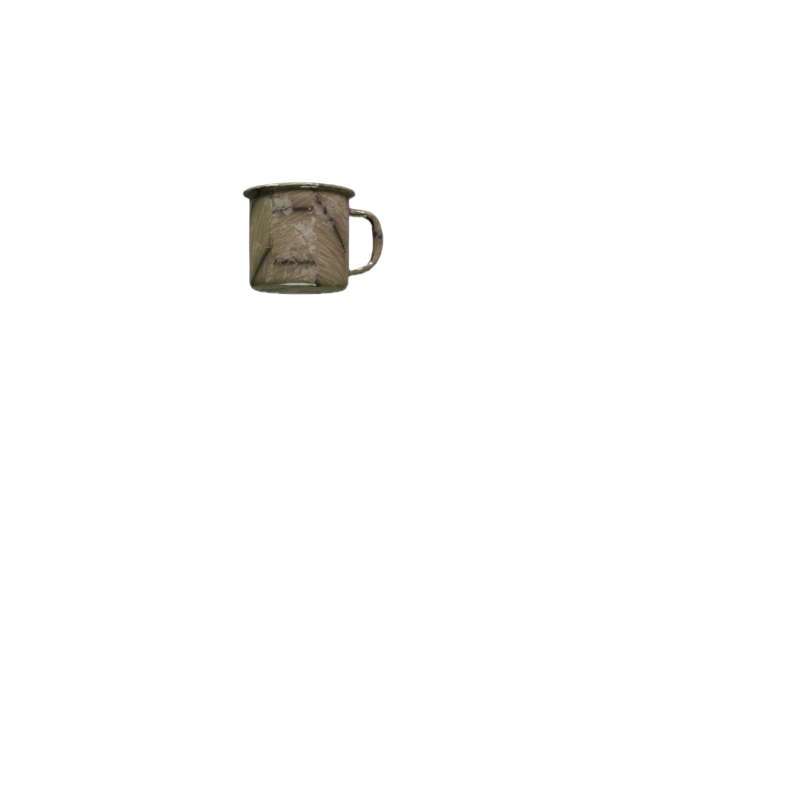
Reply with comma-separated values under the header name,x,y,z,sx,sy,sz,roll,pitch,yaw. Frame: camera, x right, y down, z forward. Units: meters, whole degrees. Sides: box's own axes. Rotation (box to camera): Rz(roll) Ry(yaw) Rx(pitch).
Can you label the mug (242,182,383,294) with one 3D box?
name,x,y,z,sx,sy,sz,roll,pitch,yaw
mug,-0.071,-0.130,0.911,0.115,0.083,0.094,1,-3,-15
